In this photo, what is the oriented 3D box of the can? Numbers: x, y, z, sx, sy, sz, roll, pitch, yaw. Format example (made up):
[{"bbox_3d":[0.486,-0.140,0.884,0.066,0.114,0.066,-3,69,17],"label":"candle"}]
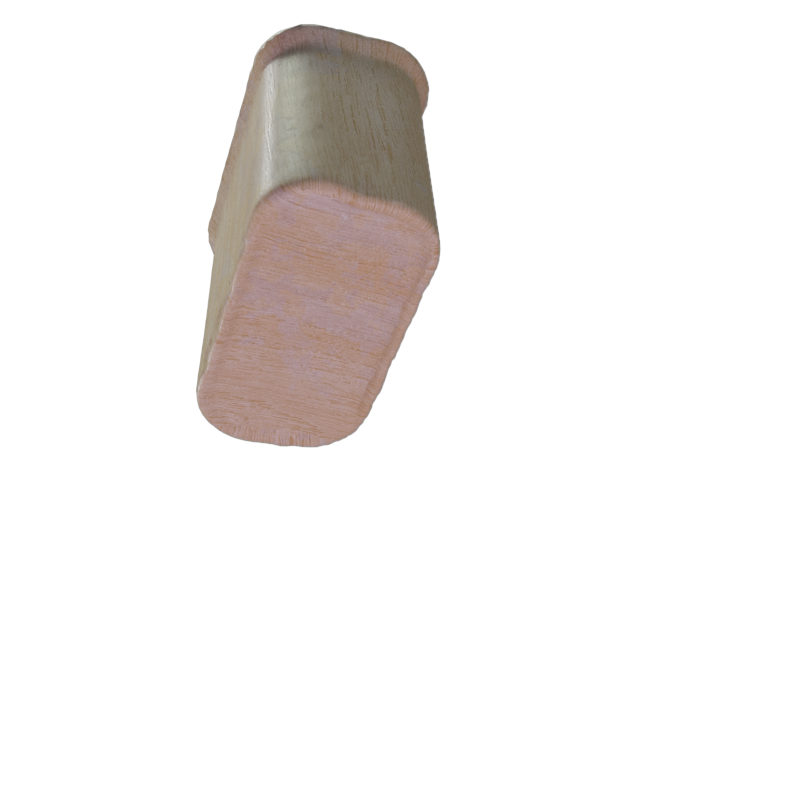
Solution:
[{"bbox_3d":[-0.027,-0.048,0.338,0.056,0.097,0.090,12,40,-14],"label":"can"}]
